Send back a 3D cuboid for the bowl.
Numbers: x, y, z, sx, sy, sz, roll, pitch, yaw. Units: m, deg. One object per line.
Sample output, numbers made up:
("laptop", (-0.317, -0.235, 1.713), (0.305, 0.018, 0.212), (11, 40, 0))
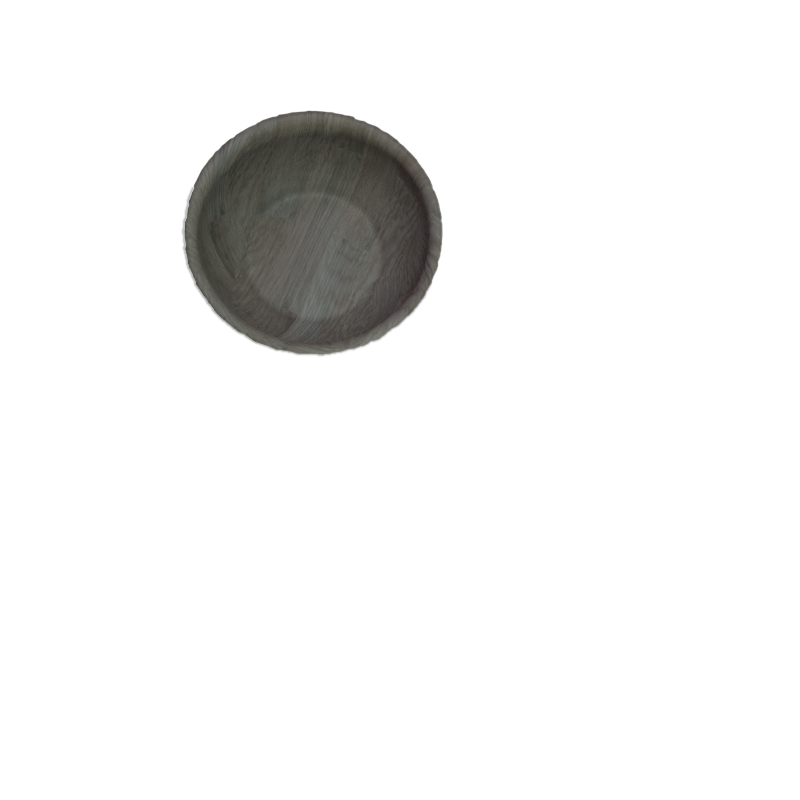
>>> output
("bowl", (-0.056, -0.102, 0.713), (0.162, 0.169, 0.053), (-1, -18, -1))
